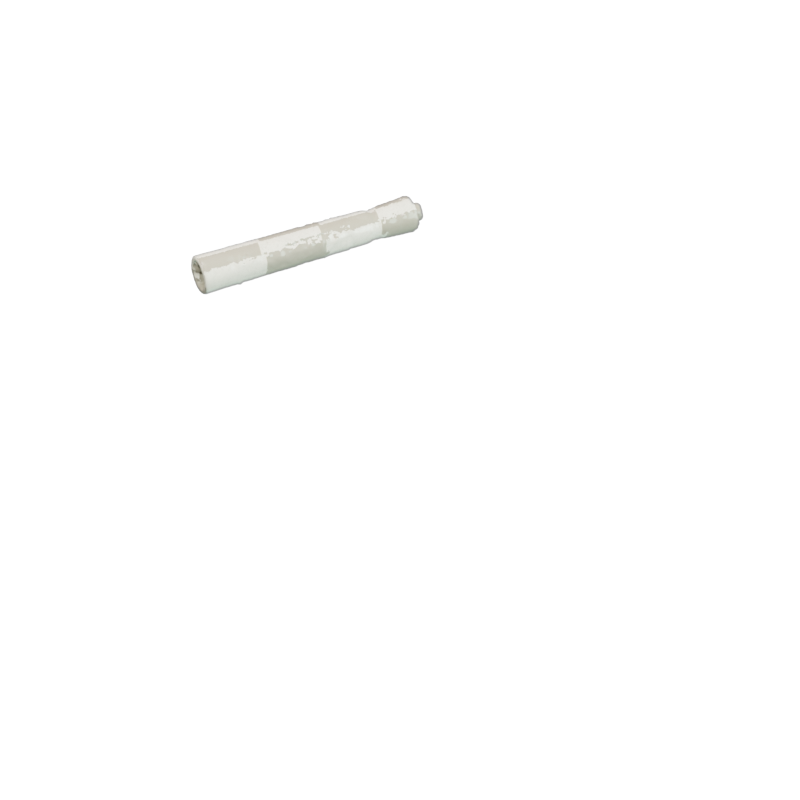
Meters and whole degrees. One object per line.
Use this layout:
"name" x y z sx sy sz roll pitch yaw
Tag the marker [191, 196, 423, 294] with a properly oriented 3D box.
"marker" -0.042 -0.077 0.538 0.120 0.019 0.020 -20 12 -23
